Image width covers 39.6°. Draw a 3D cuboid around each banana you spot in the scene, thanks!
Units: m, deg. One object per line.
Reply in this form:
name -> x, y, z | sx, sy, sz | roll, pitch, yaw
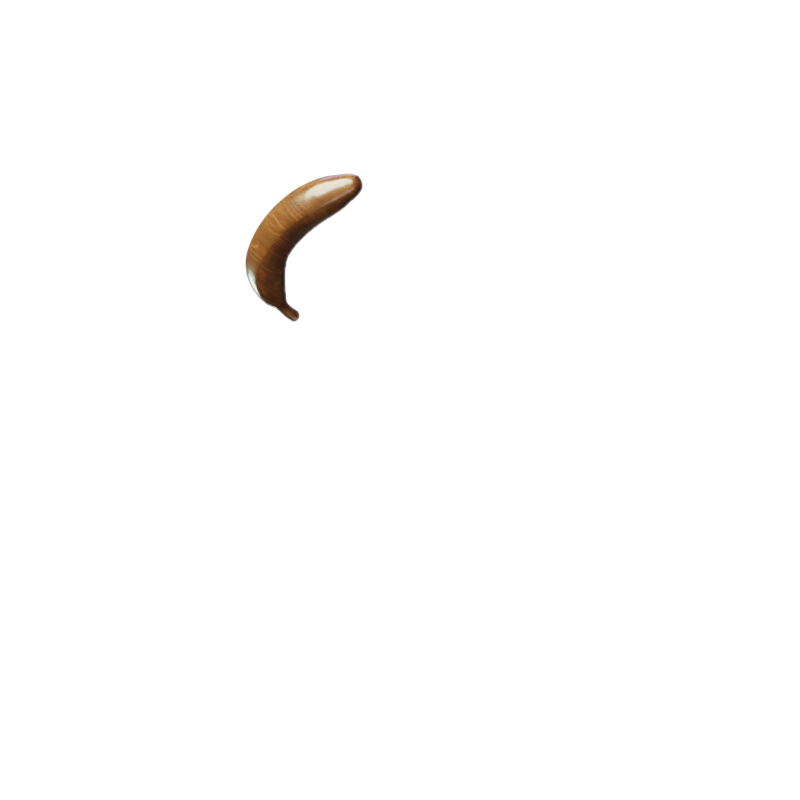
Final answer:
banana -> -0.096, -0.143, 0.992 | 0.068, 0.039, 0.190 | 12, -37, -17
